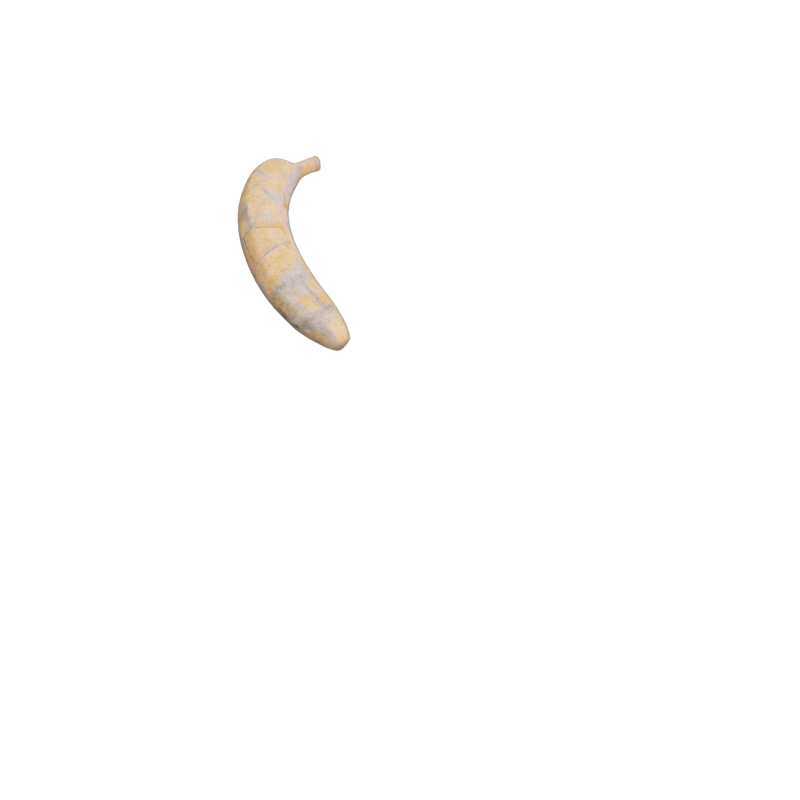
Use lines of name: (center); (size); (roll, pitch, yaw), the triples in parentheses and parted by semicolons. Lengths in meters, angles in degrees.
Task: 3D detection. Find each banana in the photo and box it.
banana: (-0.081, -0.116, 0.800); (0.069, 0.213, 0.034); (-6, -40, -6)
